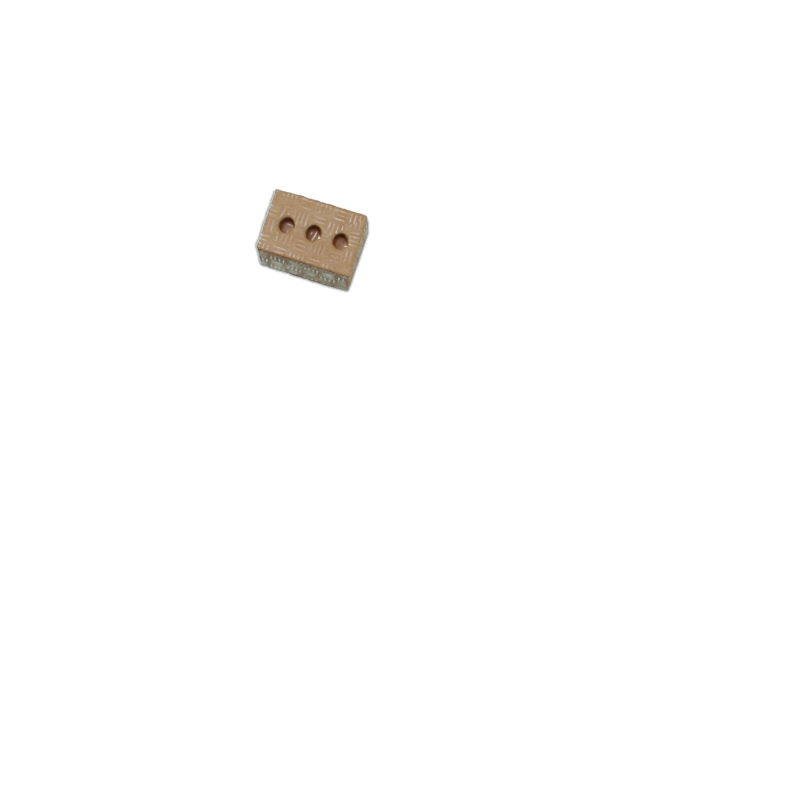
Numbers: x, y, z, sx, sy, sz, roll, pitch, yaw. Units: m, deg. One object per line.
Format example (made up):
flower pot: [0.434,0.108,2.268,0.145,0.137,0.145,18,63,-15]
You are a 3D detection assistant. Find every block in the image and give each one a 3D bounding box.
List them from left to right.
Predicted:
block: [-0.069,-0.126,0.879,0.079,0.054,0.049,16,-13,3]
